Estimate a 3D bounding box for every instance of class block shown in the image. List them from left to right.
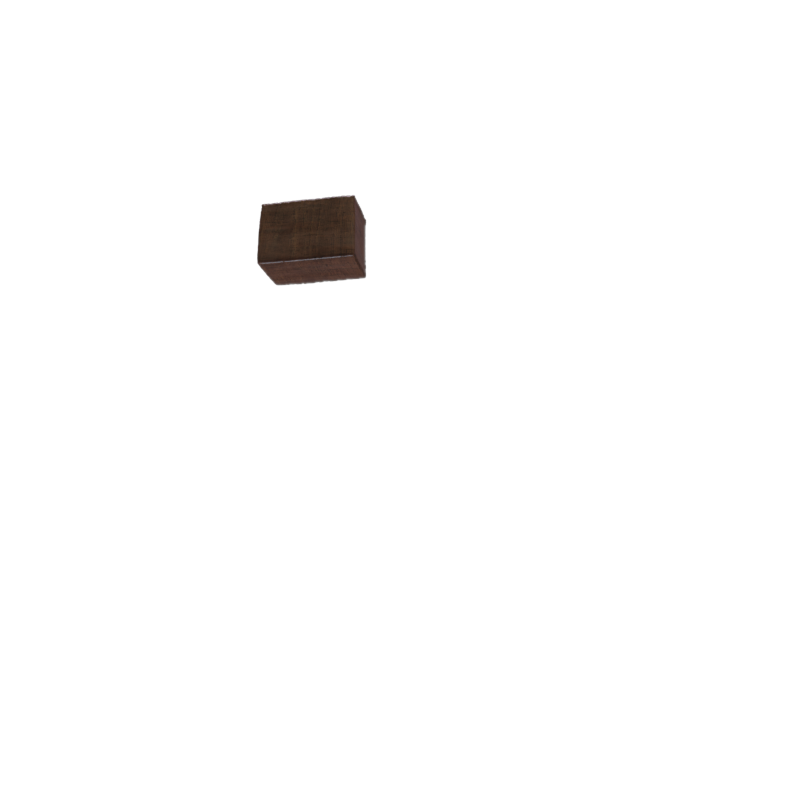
[{"bbox_3d":[-0.069,-0.126,0.880,0.079,0.054,0.050,-4,-19,11],"label":"block"}]
